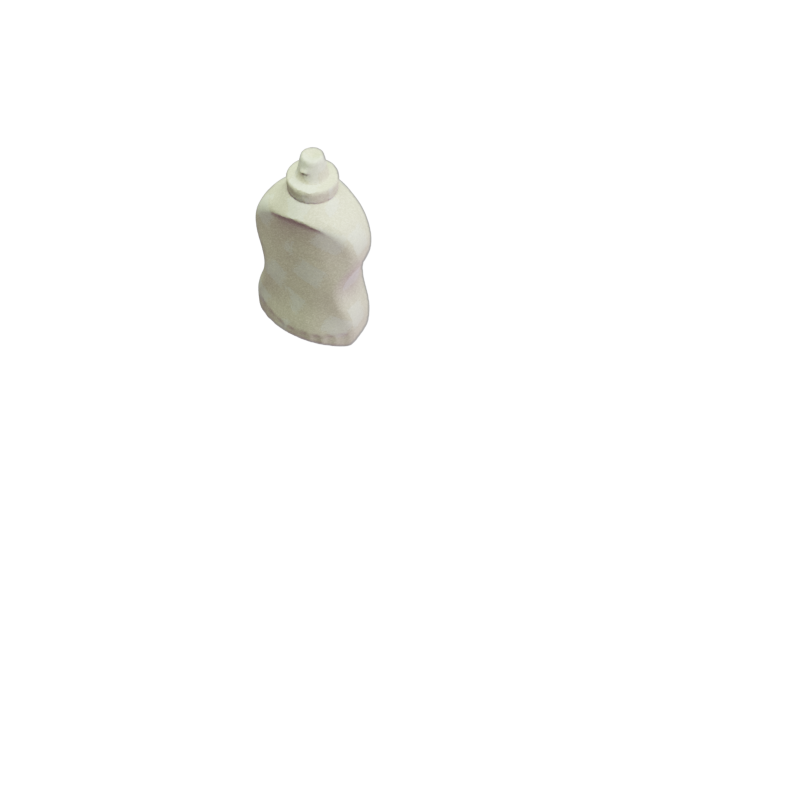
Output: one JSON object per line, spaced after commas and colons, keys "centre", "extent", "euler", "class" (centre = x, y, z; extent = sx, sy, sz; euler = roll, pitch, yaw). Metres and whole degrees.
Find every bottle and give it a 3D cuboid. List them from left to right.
{"centre": [-0.071, -0.128, 0.900], "extent": [0.100, 0.060, 0.179], "euler": [26, -36, 17], "class": "bottle"}
